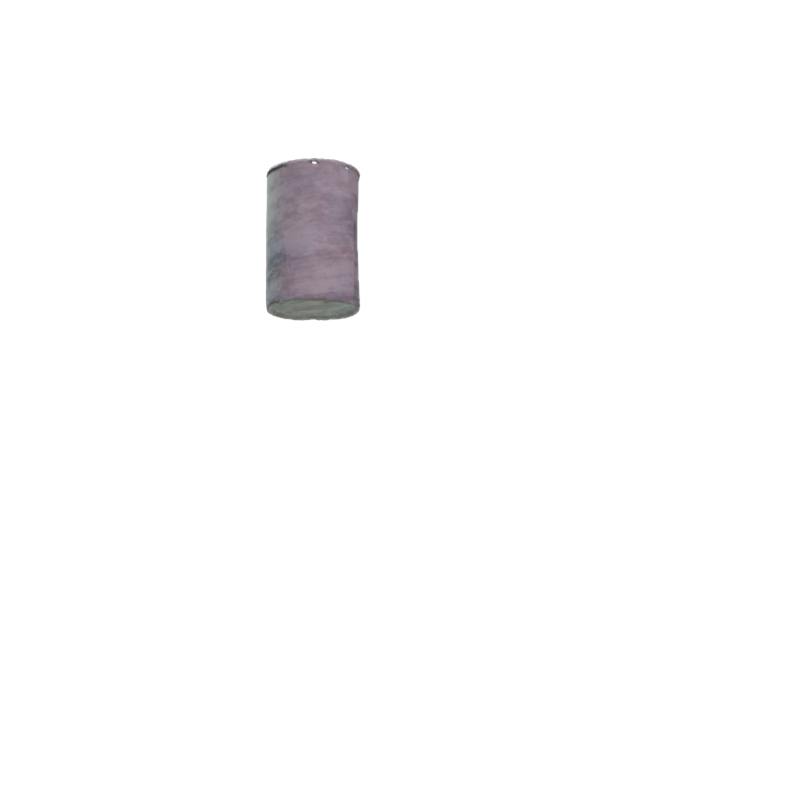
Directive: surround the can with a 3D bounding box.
[{"bbox_3d":[-0.062,-0.113,0.789,0.068,0.106,0.066,0,-14,-2],"label":"can"}]
